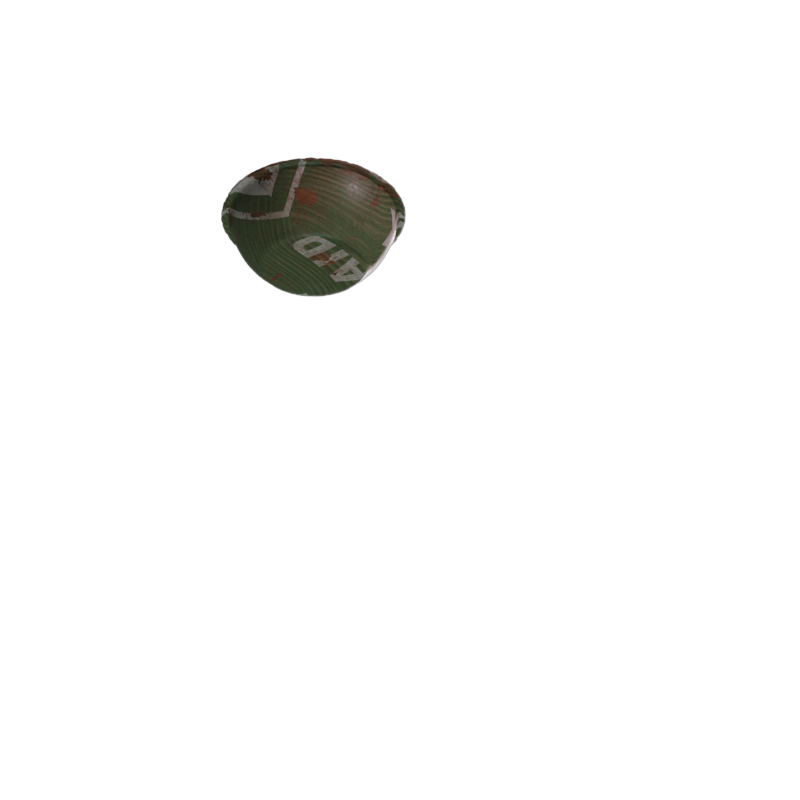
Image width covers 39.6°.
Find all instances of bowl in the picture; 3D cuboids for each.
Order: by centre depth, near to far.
[{"bbox_3d":[-0.075,-0.137,0.958,0.162,0.059,0.152,1,-32,-2],"label":"bowl"}]
